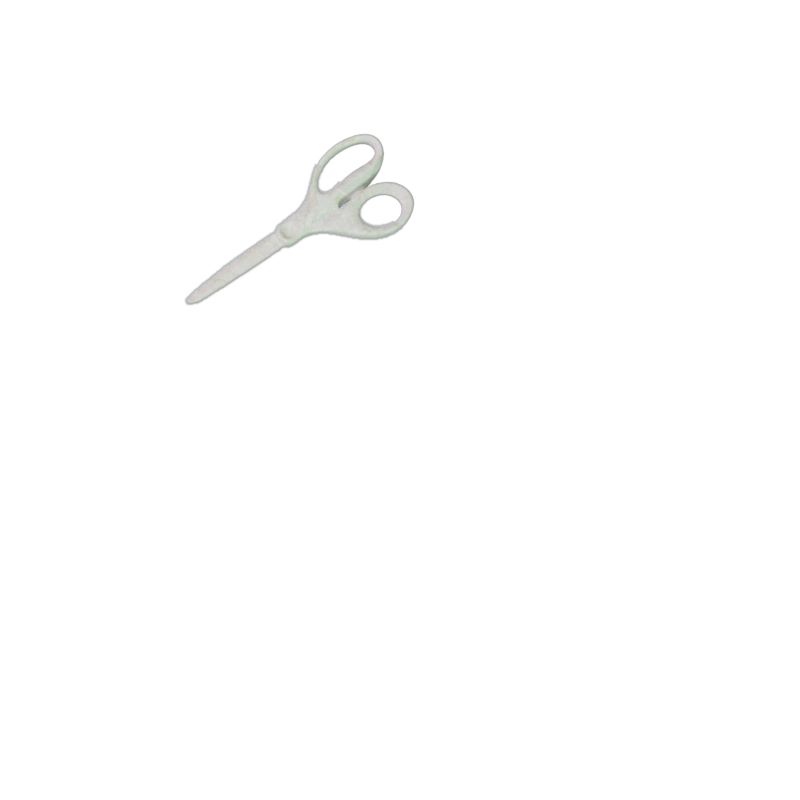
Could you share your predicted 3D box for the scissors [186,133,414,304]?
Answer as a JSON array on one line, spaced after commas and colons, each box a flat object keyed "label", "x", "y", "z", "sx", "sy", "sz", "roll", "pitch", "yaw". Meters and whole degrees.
[{"label": "scissors", "x": -0.069, "y": -0.126, "z": 0.880, "sx": 0.099, "sy": 0.205, "sz": 0.015, "roll": 36, "pitch": -14, "yaw": 10}]
